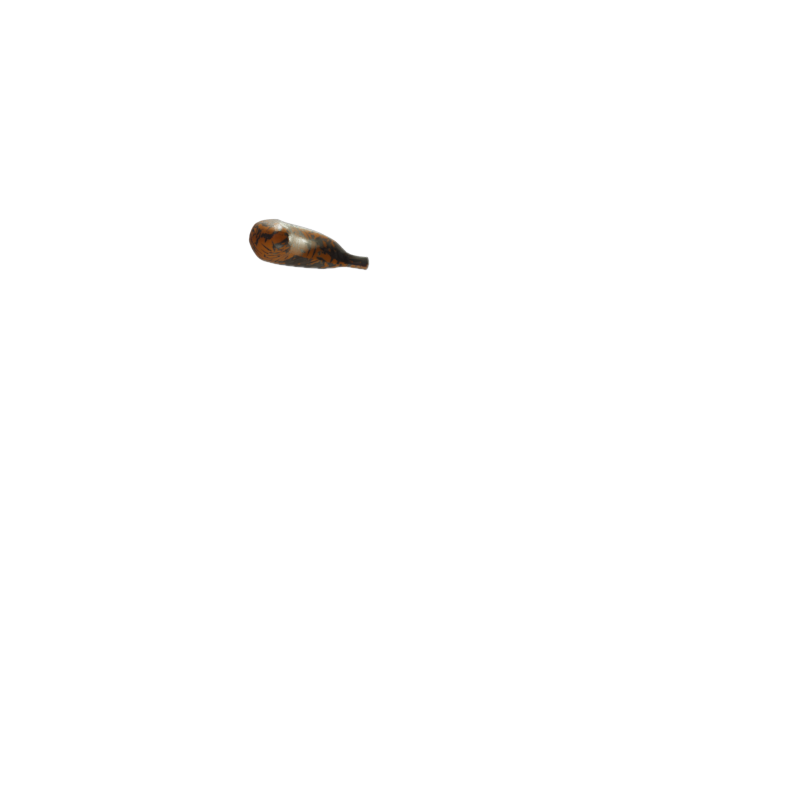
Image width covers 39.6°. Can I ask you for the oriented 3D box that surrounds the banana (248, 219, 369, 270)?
[{"bbox_3d":[-0.091,-0.136,0.959,0.071,0.037,0.192,0,2,20],"label":"banana"}]
